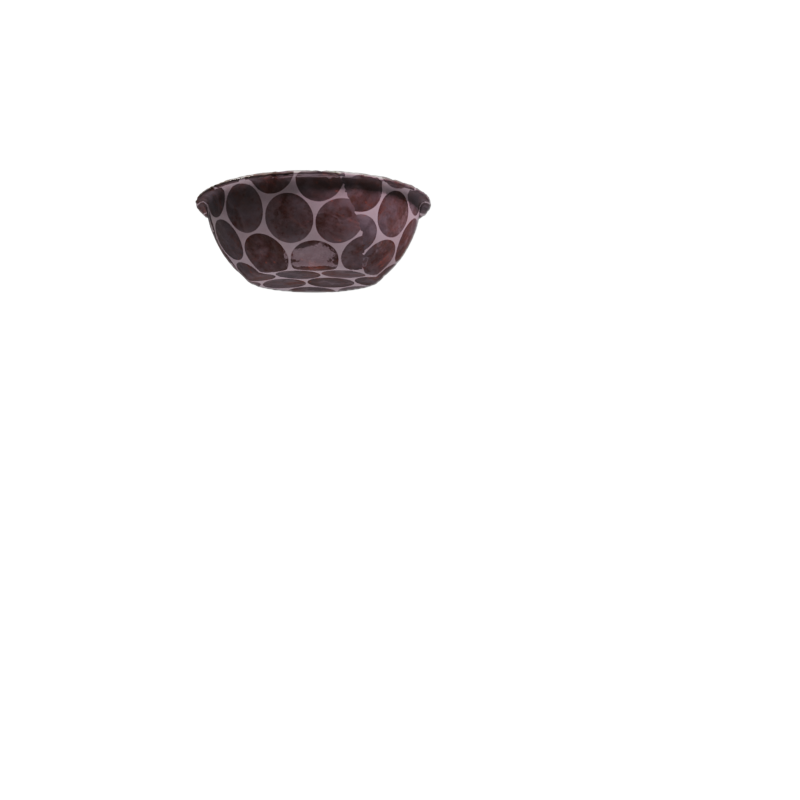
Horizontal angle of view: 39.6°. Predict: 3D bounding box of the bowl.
[{"bbox_3d":[-0.059,-0.108,0.759,0.162,0.056,0.159,0,-6,-2],"label":"bowl"}]
